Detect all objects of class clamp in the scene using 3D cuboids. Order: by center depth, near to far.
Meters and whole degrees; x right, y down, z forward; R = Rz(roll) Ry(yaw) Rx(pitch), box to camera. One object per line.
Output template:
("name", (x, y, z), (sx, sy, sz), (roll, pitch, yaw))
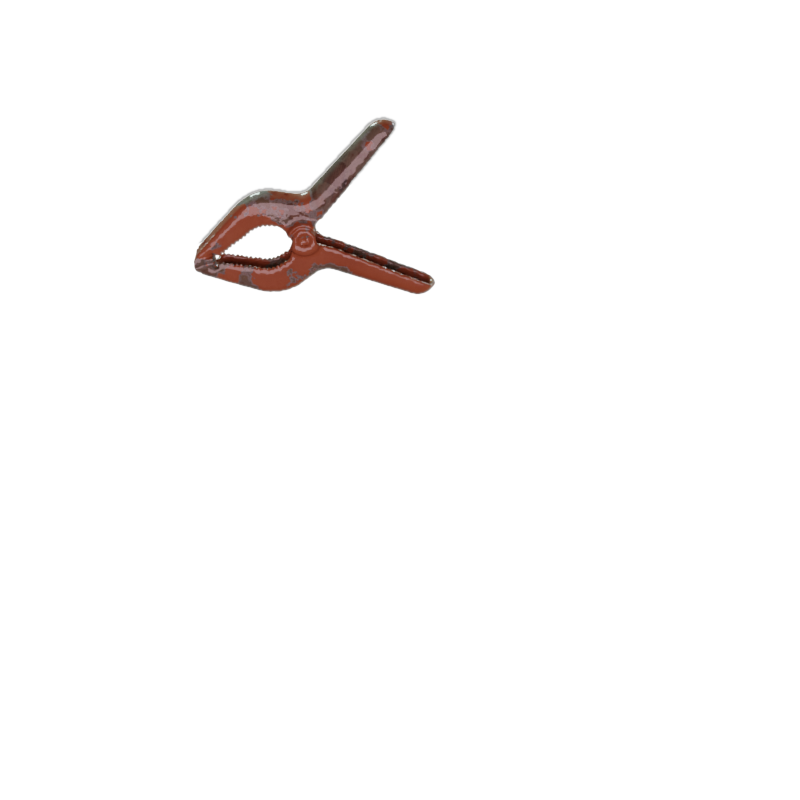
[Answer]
("clamp", (-0.077, -0.141, 0.985), (0.210, 0.156, 0.038), (-20, 20, 7))
